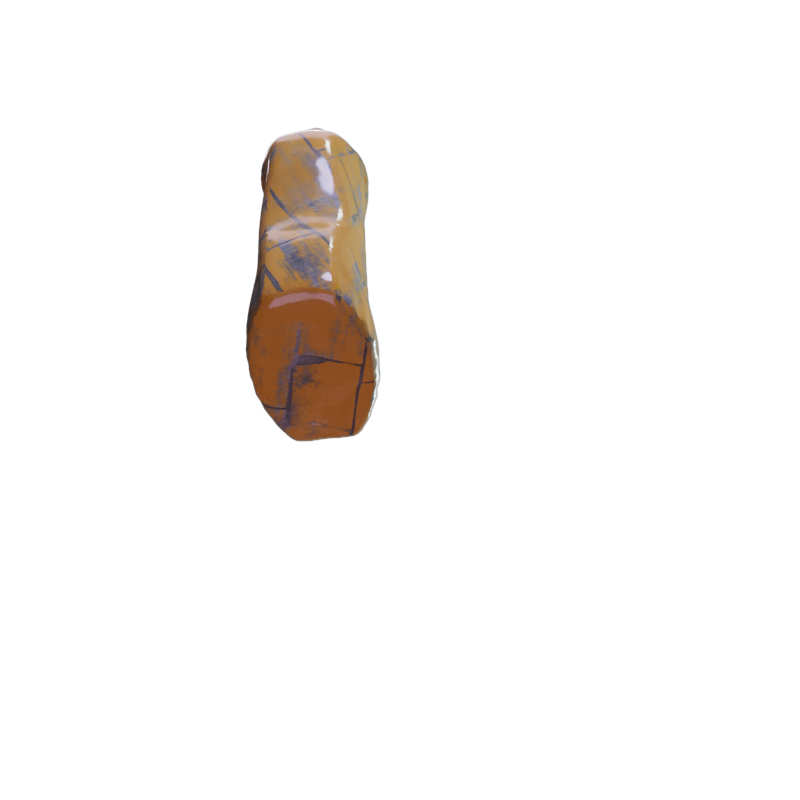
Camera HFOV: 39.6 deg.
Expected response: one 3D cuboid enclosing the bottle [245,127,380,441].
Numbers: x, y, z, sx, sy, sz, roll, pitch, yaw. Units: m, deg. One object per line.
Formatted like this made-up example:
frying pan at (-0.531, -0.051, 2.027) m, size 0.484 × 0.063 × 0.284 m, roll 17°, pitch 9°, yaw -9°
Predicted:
bottle at (-0.043, -0.079, 0.556) m, size 0.059 × 0.089 × 0.206 m, roll -8°, pitch 42°, yaw 3°
